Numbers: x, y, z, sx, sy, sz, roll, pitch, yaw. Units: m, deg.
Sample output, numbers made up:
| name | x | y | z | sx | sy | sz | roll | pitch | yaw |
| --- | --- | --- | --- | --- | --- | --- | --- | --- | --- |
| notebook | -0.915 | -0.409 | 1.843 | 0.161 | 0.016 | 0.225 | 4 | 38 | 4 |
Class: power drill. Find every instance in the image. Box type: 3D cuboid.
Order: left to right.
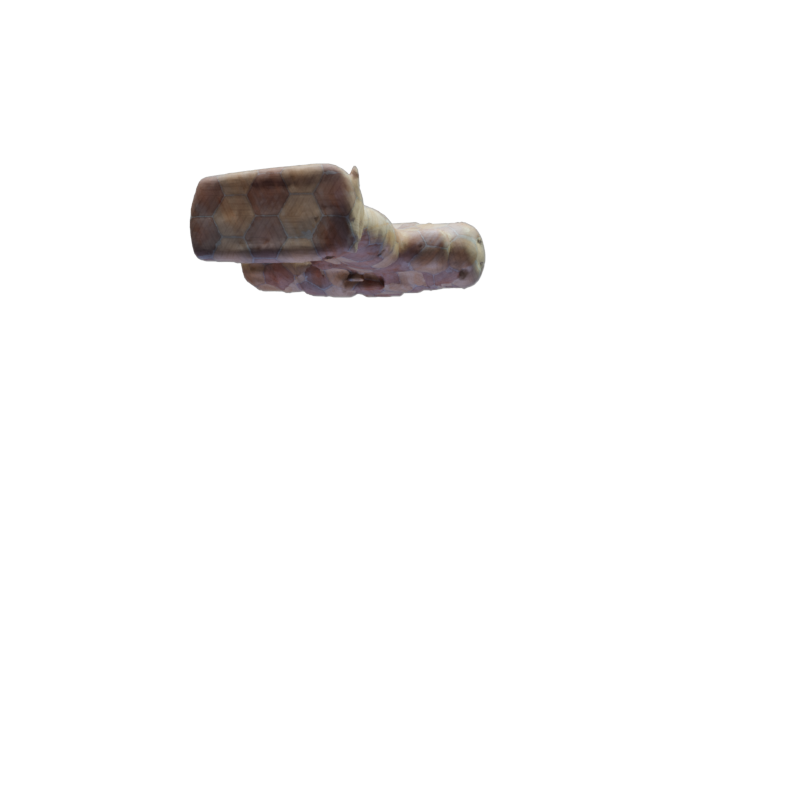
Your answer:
| name | x | y | z | sx | sy | sz | roll | pitch | yaw |
| --- | --- | --- | --- | --- | --- | --- | --- | --- | --- |
| power drill | -0.057 | -0.104 | 0.726 | 0.189 | 0.058 | 0.180 | -1 | -3 | 25 |
